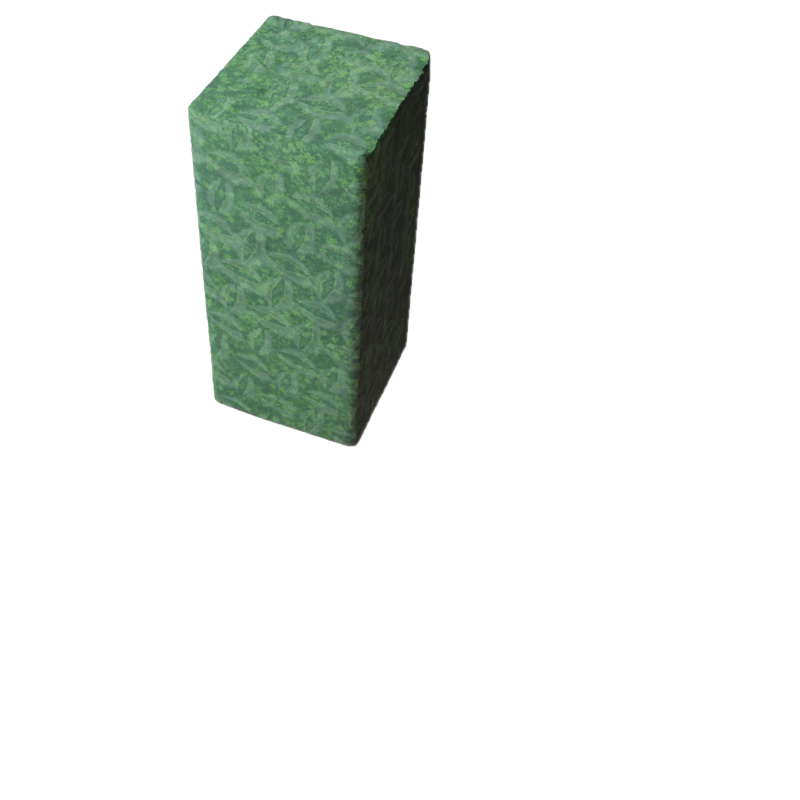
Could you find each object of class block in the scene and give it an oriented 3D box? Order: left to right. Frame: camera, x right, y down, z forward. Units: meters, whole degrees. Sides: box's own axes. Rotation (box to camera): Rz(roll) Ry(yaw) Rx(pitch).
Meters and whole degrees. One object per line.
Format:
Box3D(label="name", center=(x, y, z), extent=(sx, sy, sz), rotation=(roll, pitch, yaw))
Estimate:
Box3D(label="block", center=(-0.045, -0.083, 0.582), extent=(0.093, 0.192, 0.094), rotation=(18, 48, 13))
